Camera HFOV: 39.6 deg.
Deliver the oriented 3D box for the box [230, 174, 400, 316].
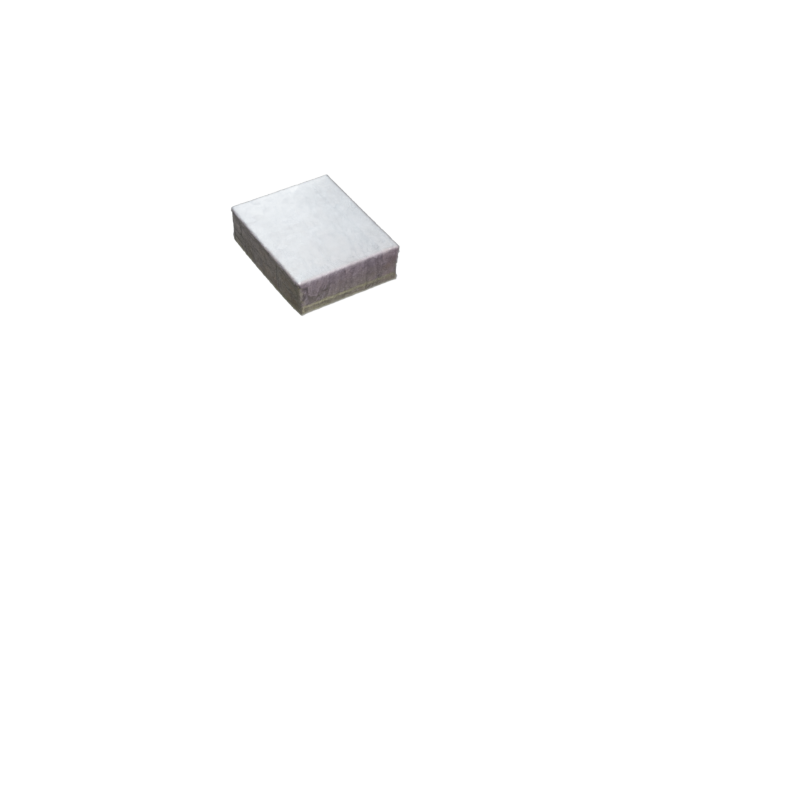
[{"bbox_3d":[-0.068,-0.124,0.868,0.089,0.036,0.122,-23,50,-22],"label":"box"}]
